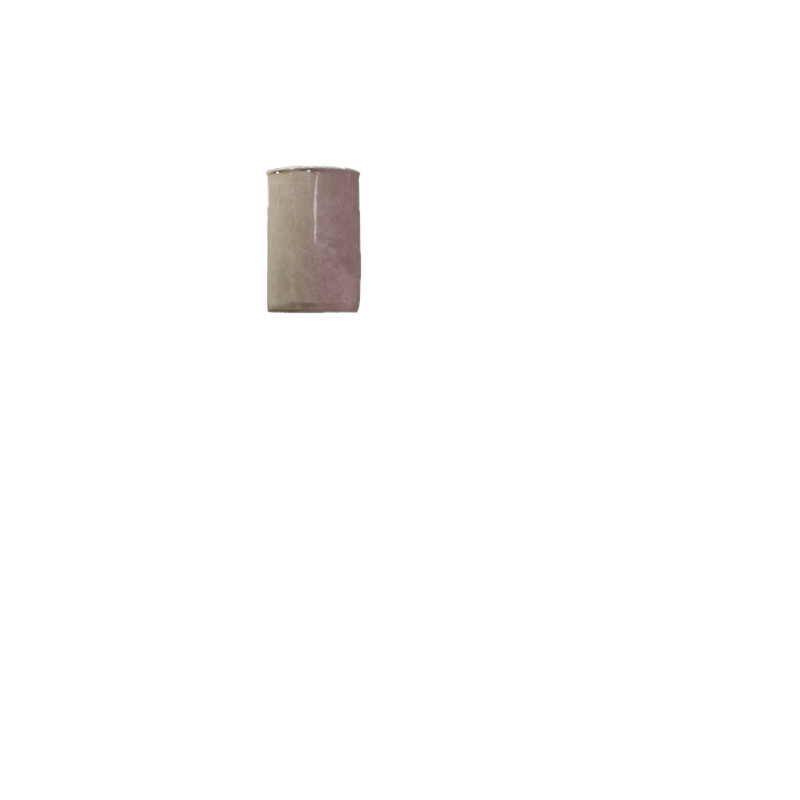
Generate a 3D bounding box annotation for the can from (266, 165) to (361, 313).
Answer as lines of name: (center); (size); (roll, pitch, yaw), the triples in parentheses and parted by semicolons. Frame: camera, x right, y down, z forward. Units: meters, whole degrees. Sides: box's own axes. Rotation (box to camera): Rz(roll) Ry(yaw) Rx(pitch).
can: (-0.063, -0.114, 0.799); (0.068, 0.103, 0.068); (0, -1, -2)
